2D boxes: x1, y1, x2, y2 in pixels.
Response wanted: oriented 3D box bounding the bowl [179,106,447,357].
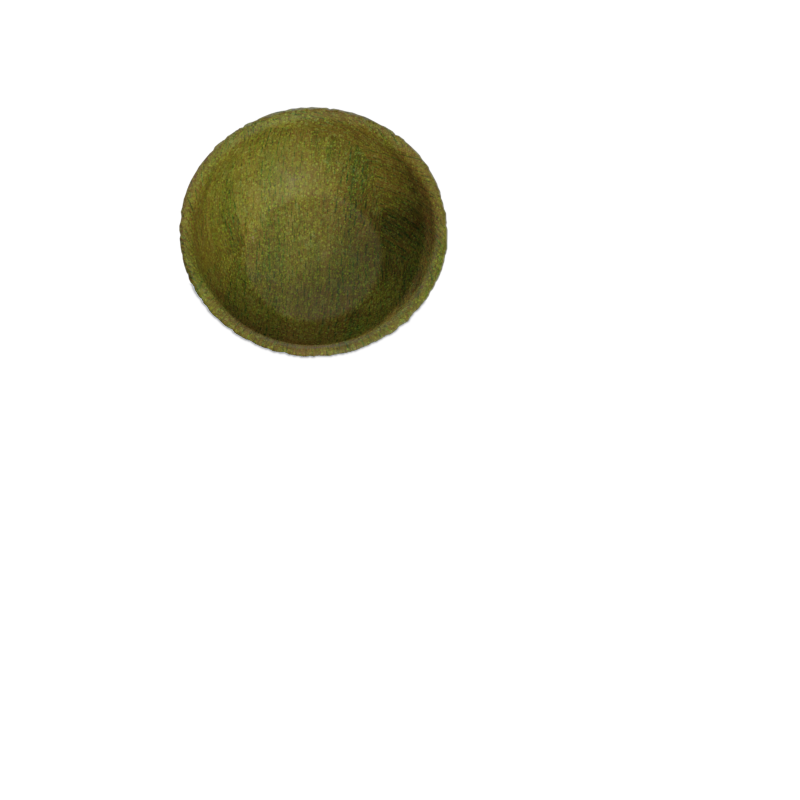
[{"bbox_3d":[-0.054,-0.098,0.689,0.162,0.170,0.053,-1,-20,-1],"label":"bowl"}]
